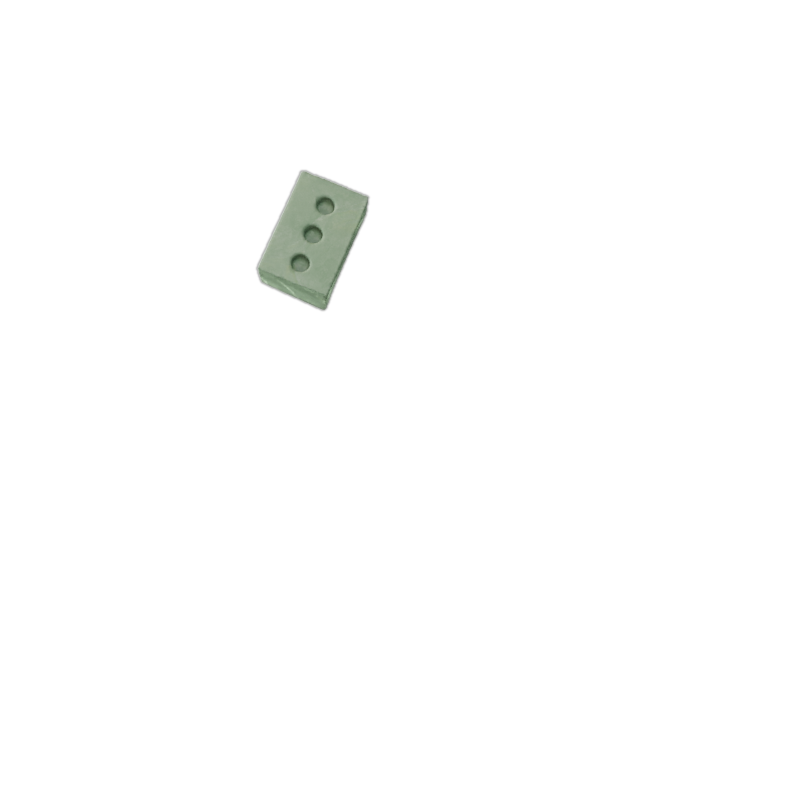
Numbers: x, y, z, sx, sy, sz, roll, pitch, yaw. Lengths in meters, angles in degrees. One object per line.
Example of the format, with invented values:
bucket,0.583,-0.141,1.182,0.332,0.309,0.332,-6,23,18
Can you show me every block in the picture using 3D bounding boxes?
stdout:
block,-0.061,-0.111,0.779,0.053,0.079,0.050,22,-10,1
